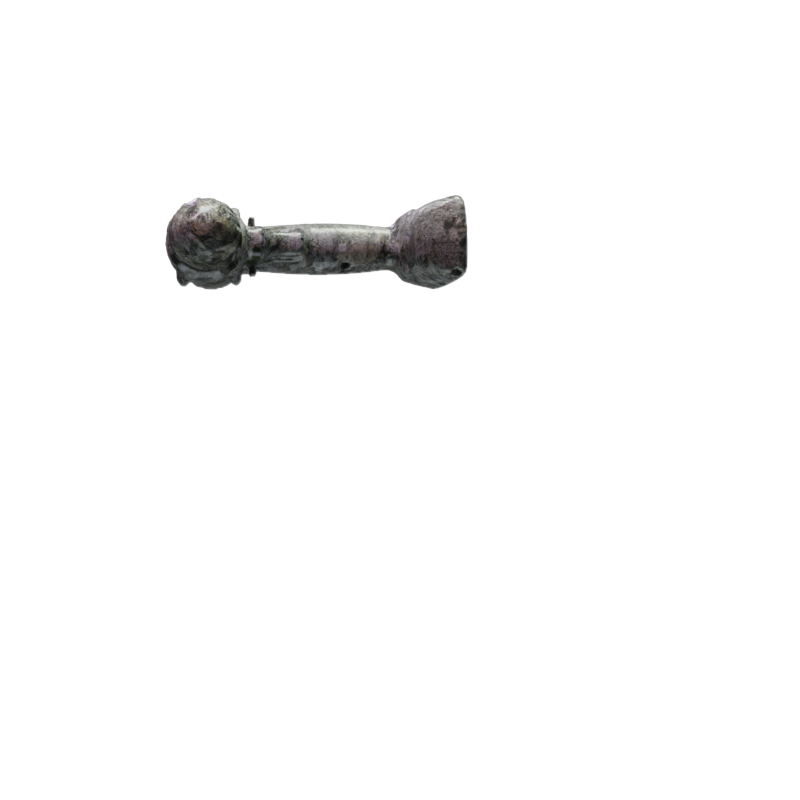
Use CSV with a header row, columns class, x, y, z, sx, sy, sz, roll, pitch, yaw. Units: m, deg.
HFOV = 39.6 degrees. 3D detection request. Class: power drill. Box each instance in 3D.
class,x,y,z,sx,sy,sz,roll,pitch,yaw
power drill,-0.056,-0.102,0.712,0.186,0.058,0.185,0,3,-6
